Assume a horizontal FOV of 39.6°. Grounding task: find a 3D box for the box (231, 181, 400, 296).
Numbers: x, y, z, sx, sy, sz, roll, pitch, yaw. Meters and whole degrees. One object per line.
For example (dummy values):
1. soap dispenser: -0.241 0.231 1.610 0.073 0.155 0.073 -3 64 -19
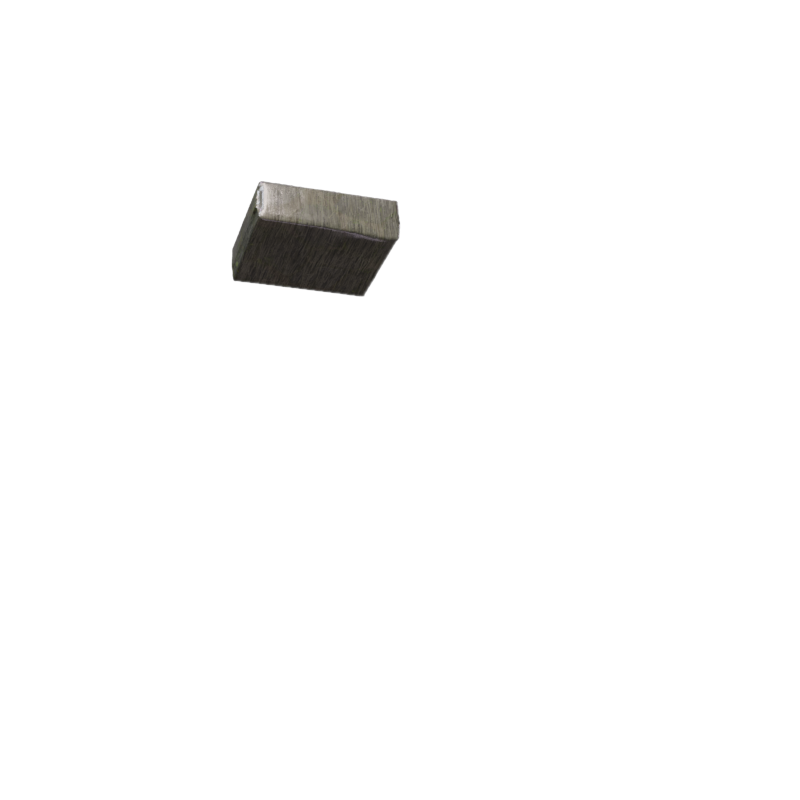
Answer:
1. box: -0.067 -0.123 0.859 0.111 0.041 0.086 9 -31 -15
